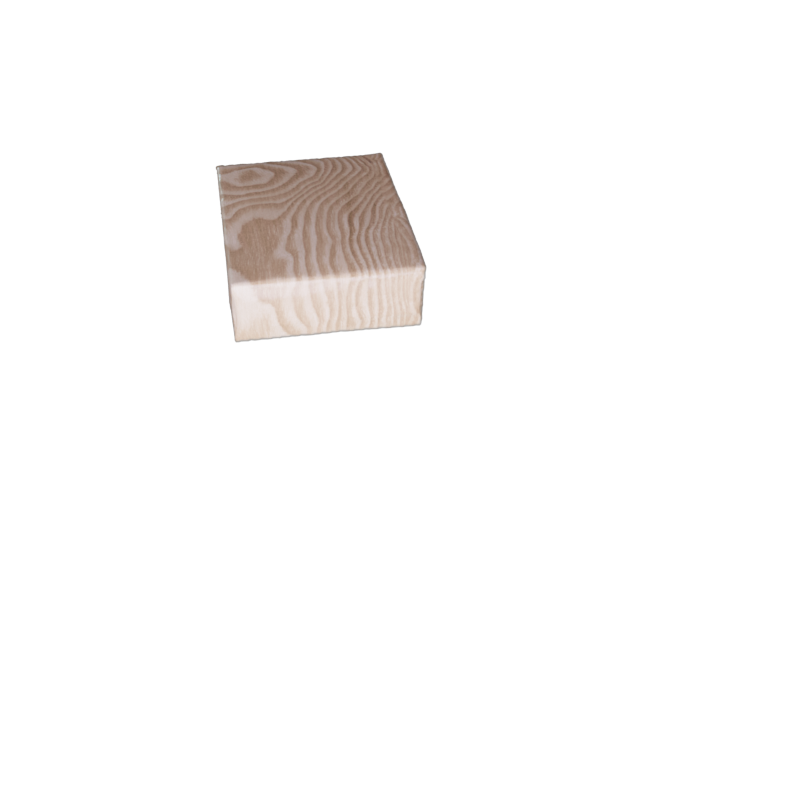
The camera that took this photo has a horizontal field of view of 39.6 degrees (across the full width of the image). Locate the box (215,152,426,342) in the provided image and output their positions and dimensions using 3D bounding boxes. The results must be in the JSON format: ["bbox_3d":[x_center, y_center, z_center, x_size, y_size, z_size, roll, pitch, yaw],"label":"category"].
[{"bbox_3d":[-0.043,-0.078,0.548,0.089,0.036,0.122,-6,37,-8],"label":"box"}]
